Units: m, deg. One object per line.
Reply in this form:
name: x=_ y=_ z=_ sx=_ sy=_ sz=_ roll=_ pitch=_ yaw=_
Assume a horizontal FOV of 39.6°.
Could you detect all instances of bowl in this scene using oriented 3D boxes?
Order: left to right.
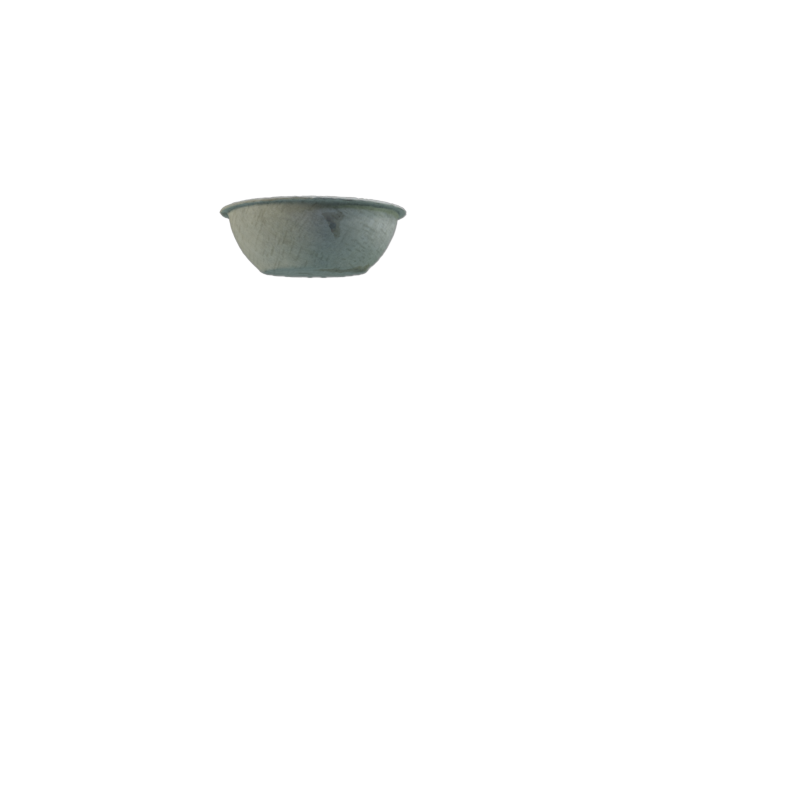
bowl: x=-0.075 y=-0.137 z=0.959 sx=0.162 sy=0.056 sz=0.161 roll=0 pitch=0 yaw=-2
